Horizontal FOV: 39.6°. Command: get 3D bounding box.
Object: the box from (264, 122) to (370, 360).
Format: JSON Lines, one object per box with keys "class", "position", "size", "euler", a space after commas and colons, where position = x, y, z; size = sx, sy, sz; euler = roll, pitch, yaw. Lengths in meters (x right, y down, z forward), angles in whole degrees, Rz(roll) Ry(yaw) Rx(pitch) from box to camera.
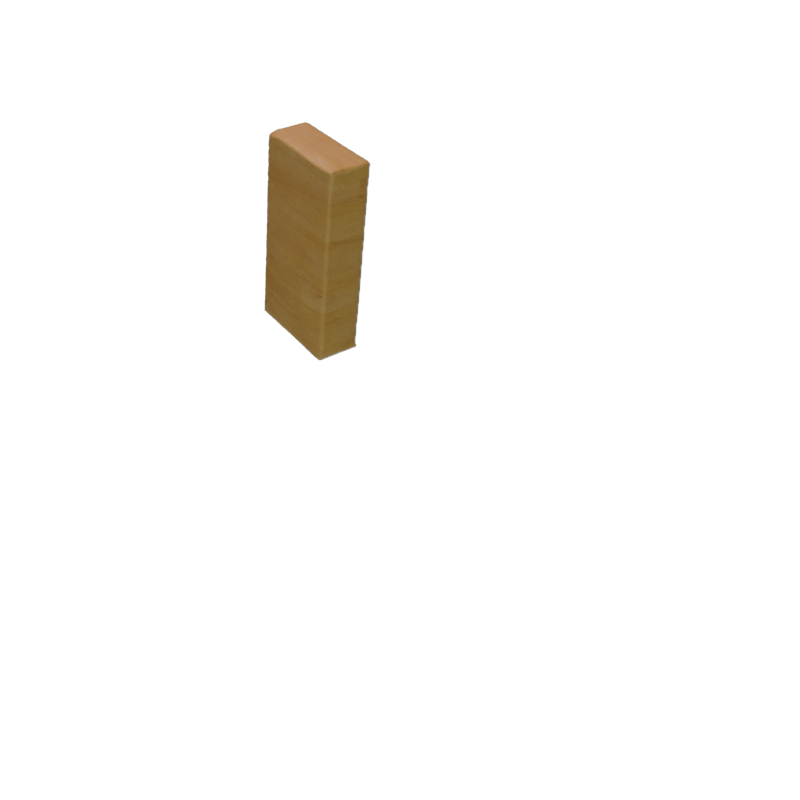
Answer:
{"class": "box", "position": [-0.072, -0.131, 0.921], "size": [0.047, 0.165, 0.100], "euler": [-20, 39, -30]}
